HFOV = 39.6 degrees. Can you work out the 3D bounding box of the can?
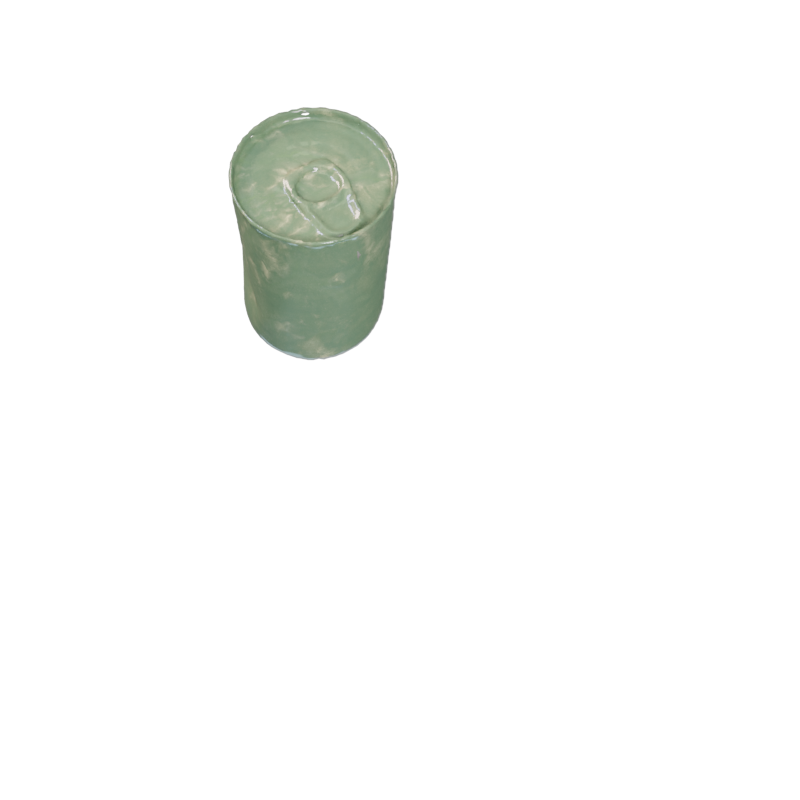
[{"bbox_3d":[-0.038,-0.069,0.484,0.068,0.073,0.096,0,-29,-3],"label":"can"}]
